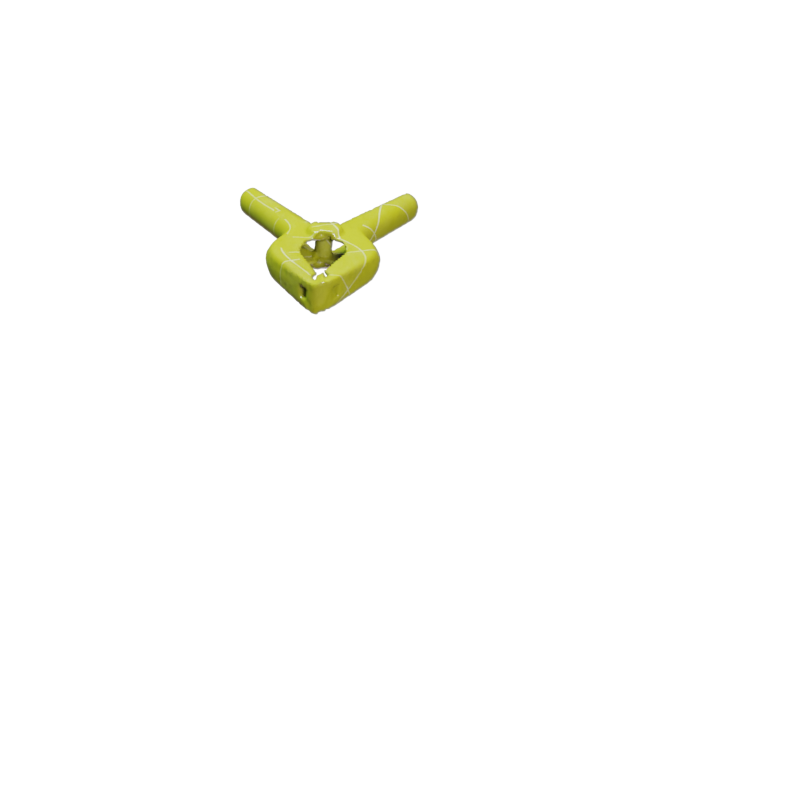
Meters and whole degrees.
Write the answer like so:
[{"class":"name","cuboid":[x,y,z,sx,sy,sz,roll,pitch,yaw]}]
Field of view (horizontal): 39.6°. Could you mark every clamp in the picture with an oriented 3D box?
[{"class":"clamp","cuboid":[-0.075,-0.137,0.957,0.166,0.034,0.220,4,31,6]}]
